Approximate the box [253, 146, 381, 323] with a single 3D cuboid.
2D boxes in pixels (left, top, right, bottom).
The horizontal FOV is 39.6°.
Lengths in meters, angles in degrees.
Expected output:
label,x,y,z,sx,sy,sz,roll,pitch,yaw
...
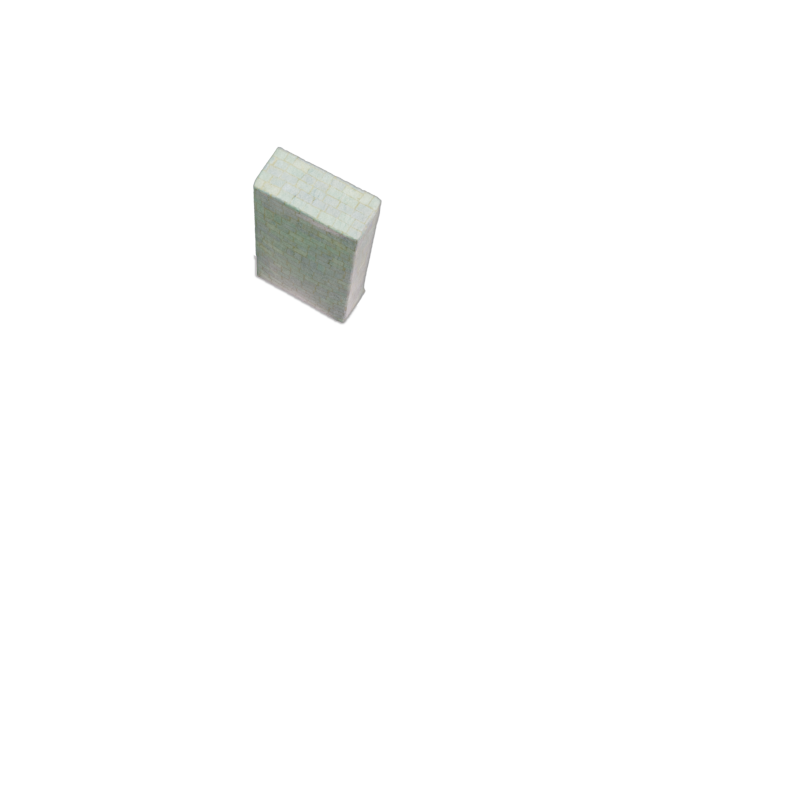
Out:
label,x,y,z,sx,sy,sz,roll,pitch,yaw
box,-0.071,-0.128,0.898,0.095,0.049,0.169,30,-16,6
